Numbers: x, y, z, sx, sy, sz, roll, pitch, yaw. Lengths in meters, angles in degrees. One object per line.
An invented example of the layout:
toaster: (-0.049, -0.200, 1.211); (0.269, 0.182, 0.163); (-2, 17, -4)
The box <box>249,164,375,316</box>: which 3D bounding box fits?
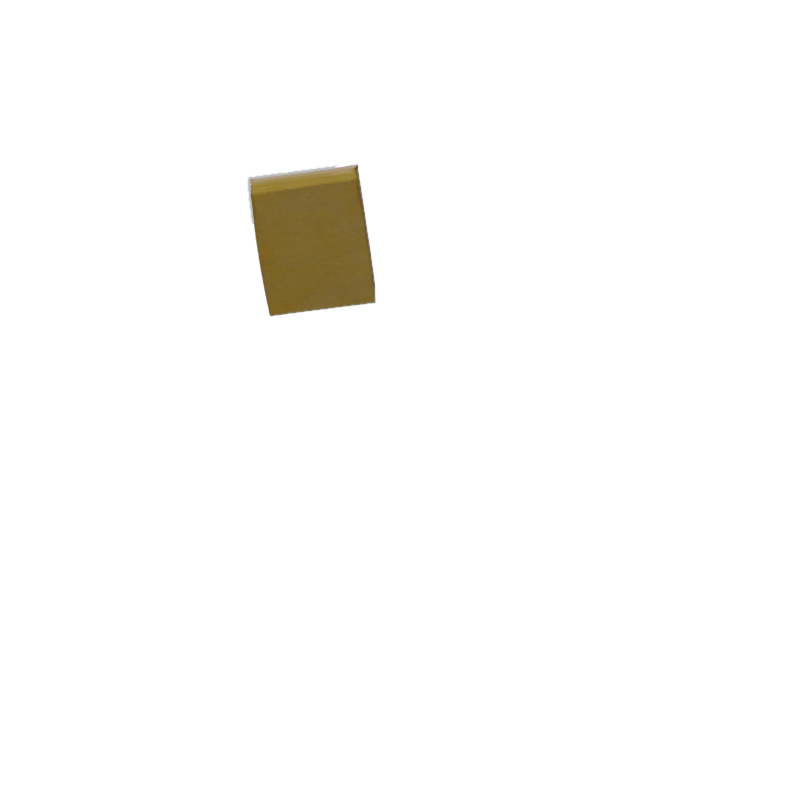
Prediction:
box: (-0.070, -0.128, 0.897); (0.090, 0.107, 0.041); (-7, 26, 3)
